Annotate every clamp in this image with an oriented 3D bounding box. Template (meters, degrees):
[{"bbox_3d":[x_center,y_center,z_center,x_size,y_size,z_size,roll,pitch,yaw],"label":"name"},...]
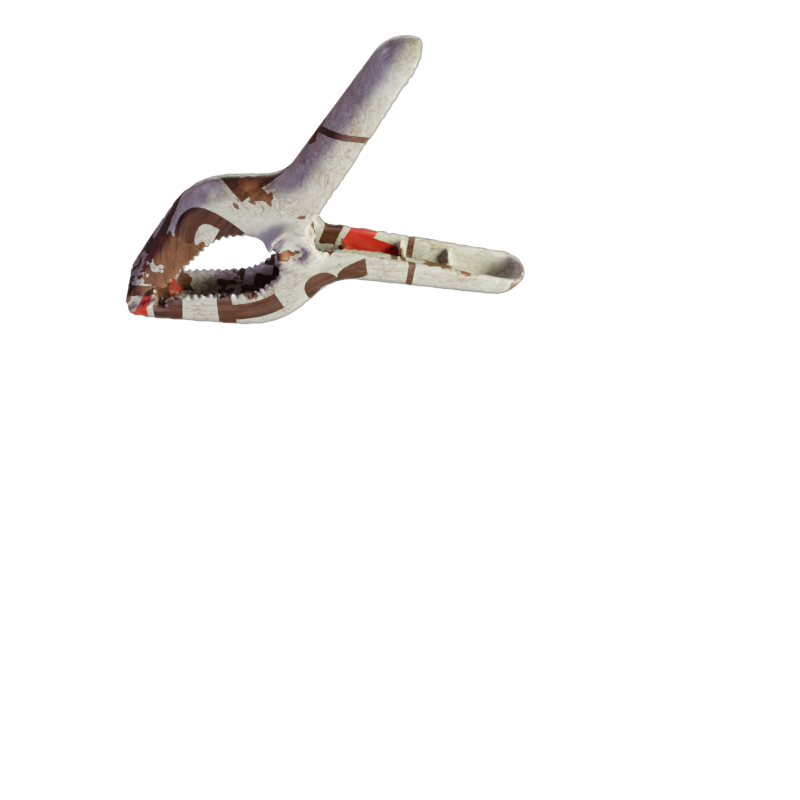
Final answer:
[{"bbox_3d":[-0.046,-0.084,0.589,0.211,0.039,0.153,-23,-52,19],"label":"clamp"}]
